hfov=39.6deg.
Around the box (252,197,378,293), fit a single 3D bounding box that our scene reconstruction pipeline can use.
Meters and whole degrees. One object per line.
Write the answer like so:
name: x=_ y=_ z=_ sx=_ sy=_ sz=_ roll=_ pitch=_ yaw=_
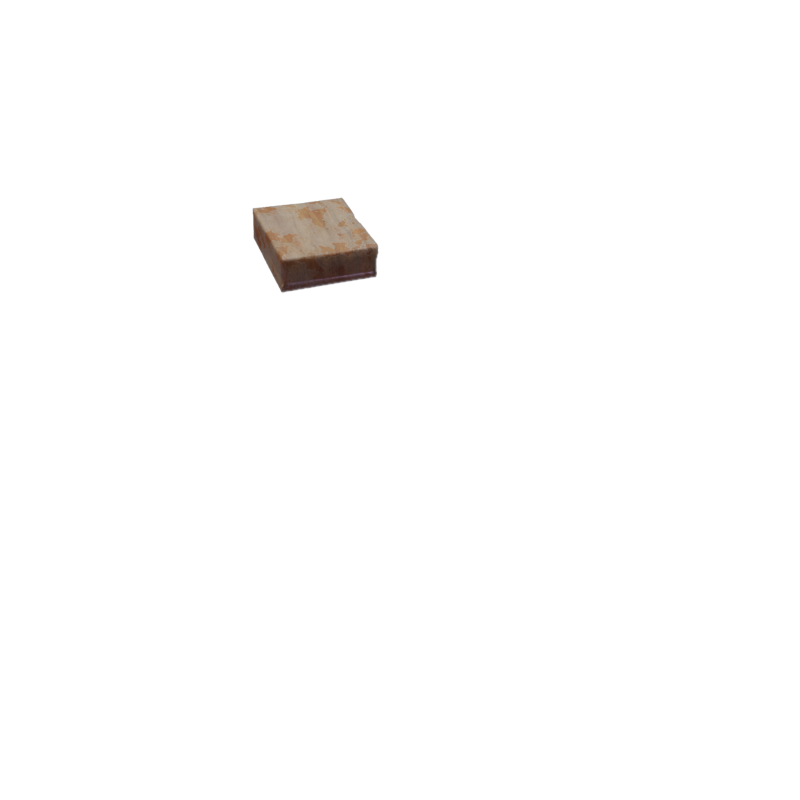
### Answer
box: x=-0.064 y=-0.118 z=0.824 sx=0.072 sy=0.028 sz=0.096 roll=-10 pitch=34 yaw=-15
